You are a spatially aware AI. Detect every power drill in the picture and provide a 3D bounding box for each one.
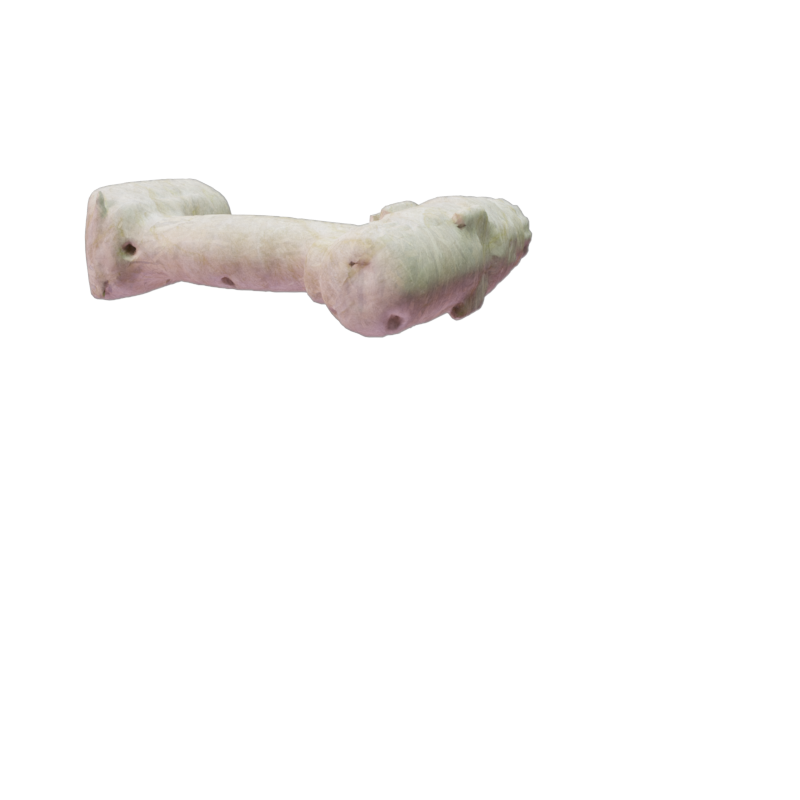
[{"bbox_3d":[-0.042,-0.077,0.541,0.194,0.056,0.182,6,15,24],"label":"power drill"}]
